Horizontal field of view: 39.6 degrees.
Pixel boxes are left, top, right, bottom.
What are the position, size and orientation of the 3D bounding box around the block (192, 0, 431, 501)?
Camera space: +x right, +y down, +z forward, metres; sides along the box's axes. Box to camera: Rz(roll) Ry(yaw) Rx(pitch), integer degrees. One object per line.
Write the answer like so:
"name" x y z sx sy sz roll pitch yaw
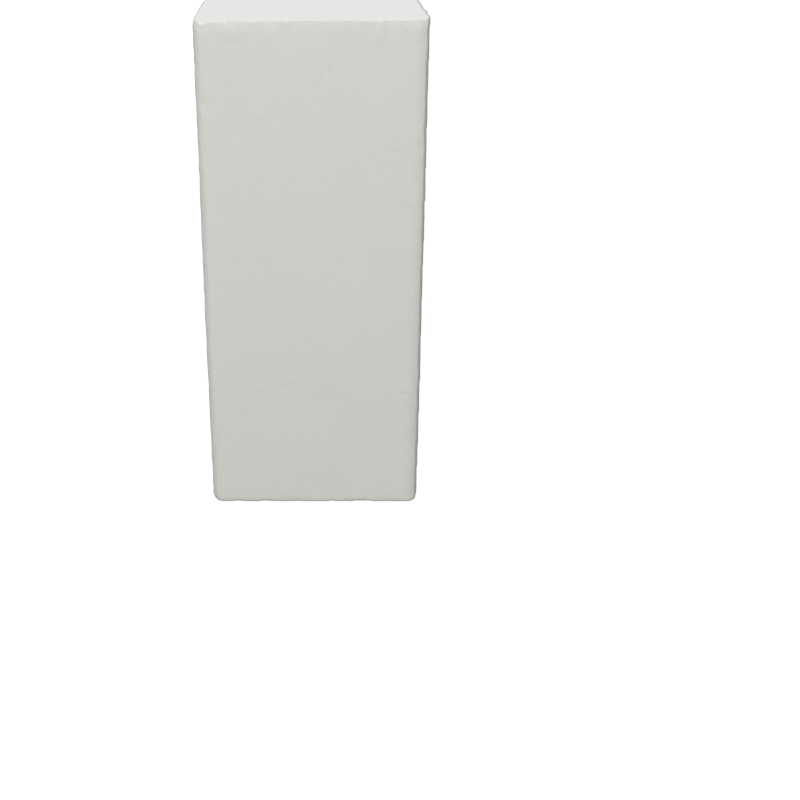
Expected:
"block" -0.038 -0.069 0.482 0.090 0.197 0.095 0 22 -2
